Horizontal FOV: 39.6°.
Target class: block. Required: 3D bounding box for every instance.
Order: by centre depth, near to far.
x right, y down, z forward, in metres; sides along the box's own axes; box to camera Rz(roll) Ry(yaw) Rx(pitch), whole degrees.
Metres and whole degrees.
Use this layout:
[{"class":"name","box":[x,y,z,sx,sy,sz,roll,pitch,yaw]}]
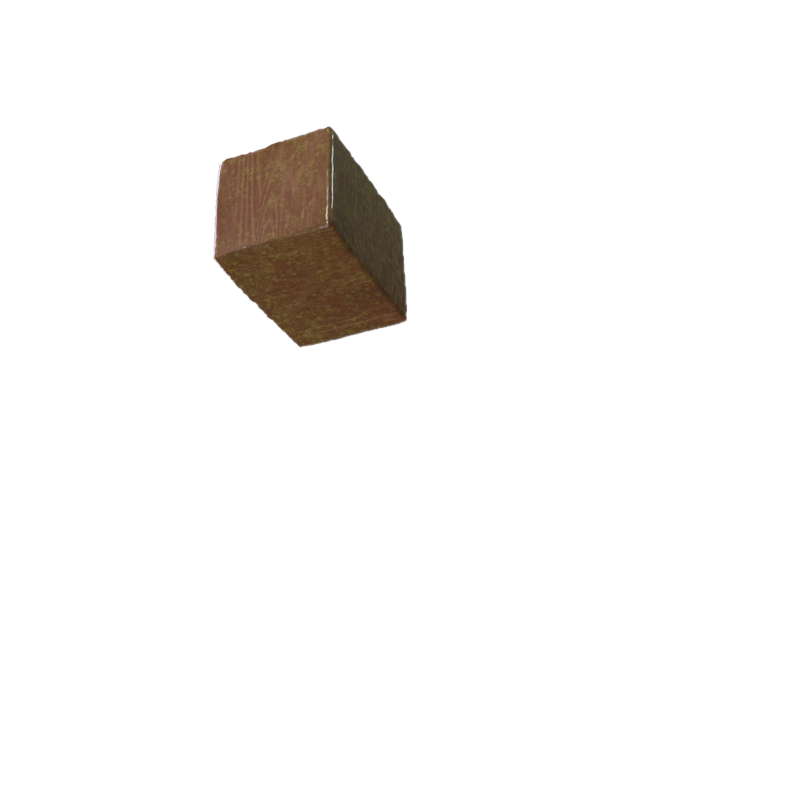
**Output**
[{"class":"block","box":[-0.036,-0.066,0.460,0.053,0.055,0.072,-14,-34,19]}]
